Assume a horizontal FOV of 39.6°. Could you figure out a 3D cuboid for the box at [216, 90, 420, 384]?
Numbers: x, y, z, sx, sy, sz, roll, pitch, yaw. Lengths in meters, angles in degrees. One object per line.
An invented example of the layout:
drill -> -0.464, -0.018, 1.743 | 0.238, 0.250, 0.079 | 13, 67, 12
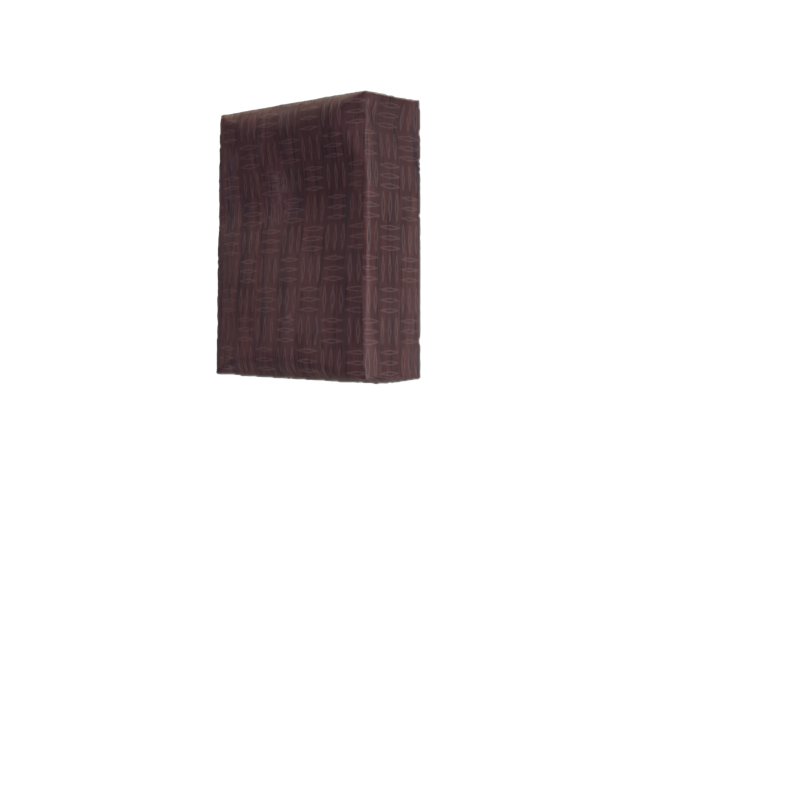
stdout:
box -> -0.068, -0.123, 0.865 | 0.170, 0.215, 0.069 | 0, -2, 41
